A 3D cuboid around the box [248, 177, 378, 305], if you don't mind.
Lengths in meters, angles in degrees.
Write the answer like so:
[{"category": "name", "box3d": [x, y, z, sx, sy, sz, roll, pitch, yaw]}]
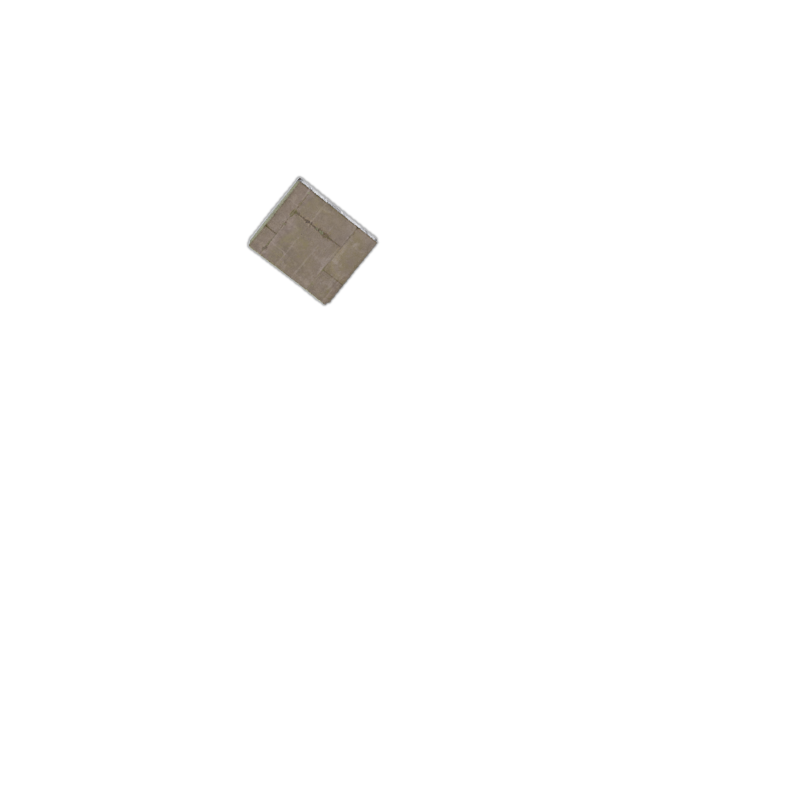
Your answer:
[{"category": "box", "box3d": [-0.075, -0.137, 0.962, 0.088, 0.072, 0.031, 38, 9, -8]}]
